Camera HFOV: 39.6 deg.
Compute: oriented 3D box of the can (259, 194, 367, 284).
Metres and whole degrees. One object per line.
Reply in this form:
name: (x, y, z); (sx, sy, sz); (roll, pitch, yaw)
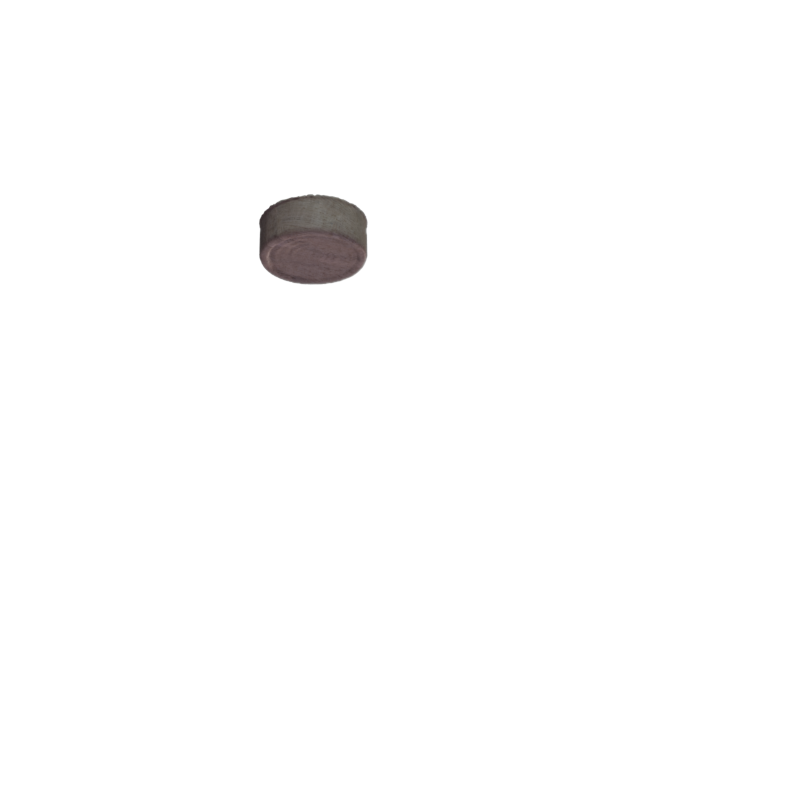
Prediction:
can: (-0.068, -0.124, 0.869); (0.086, 0.036, 0.081); (1, -25, -2)
